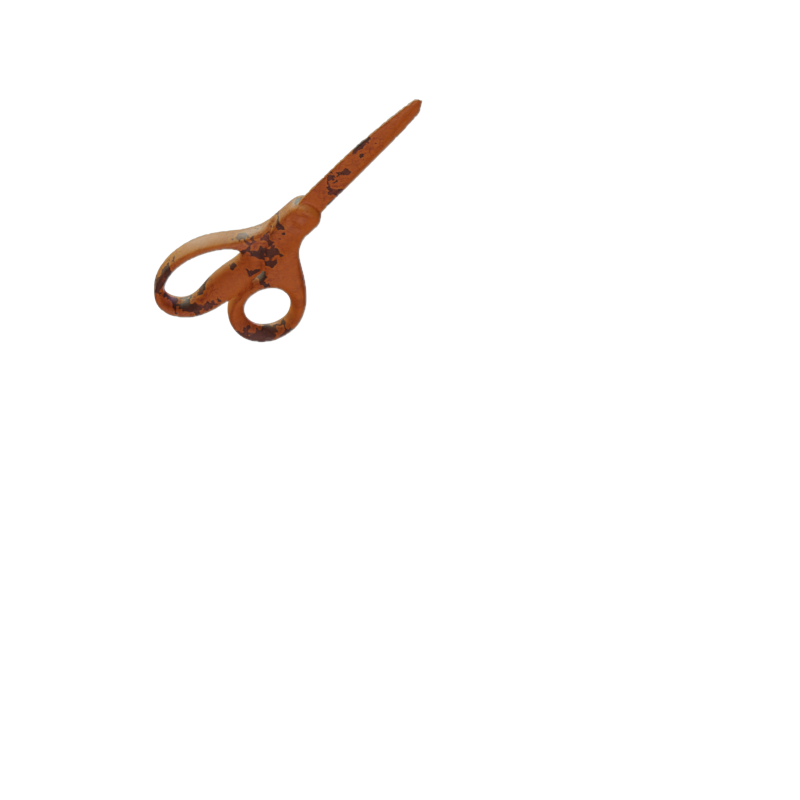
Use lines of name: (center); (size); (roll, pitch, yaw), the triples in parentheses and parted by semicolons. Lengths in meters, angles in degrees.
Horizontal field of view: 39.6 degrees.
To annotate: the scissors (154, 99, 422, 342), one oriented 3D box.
scissors: (-0.048, -0.087, 0.612); (0.202, 0.017, 0.089); (-24, -46, 26)
